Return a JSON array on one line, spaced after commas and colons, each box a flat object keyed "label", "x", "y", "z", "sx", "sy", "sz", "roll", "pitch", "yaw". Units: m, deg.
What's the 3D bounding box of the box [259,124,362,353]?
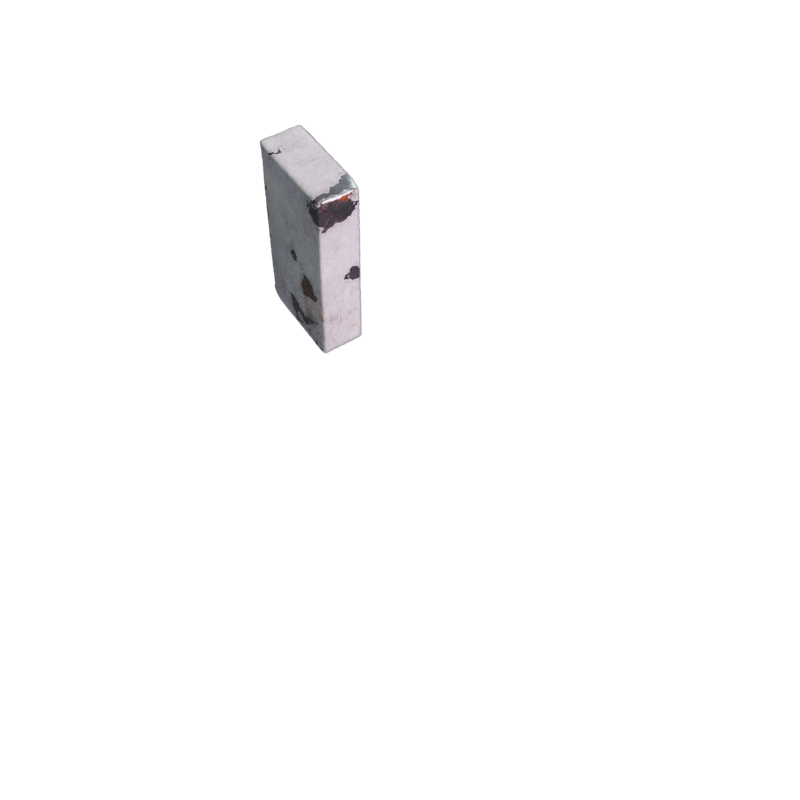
[{"label": "box", "x": -0.072, "y": -0.131, "z": 0.919, "sx": 0.048, "sy": 0.164, "sz": 0.101, "roll": -23, "pitch": 54, "yaw": -23}]
